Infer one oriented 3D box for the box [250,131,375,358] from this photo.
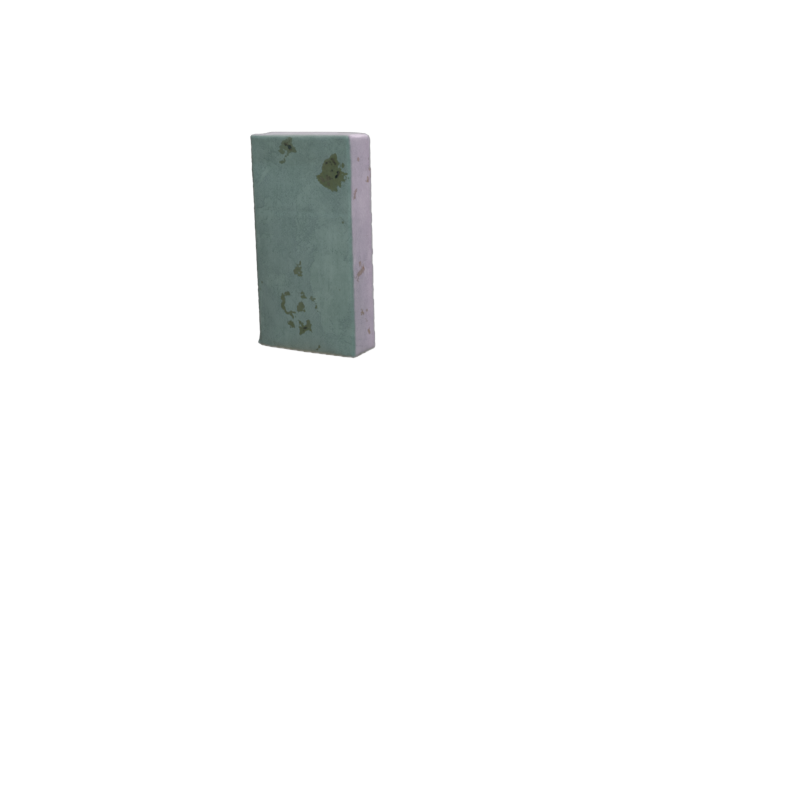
[{"bbox_3d":[-0.070,-0.128,0.894,0.097,0.173,0.047,5,9,28],"label":"box"}]
